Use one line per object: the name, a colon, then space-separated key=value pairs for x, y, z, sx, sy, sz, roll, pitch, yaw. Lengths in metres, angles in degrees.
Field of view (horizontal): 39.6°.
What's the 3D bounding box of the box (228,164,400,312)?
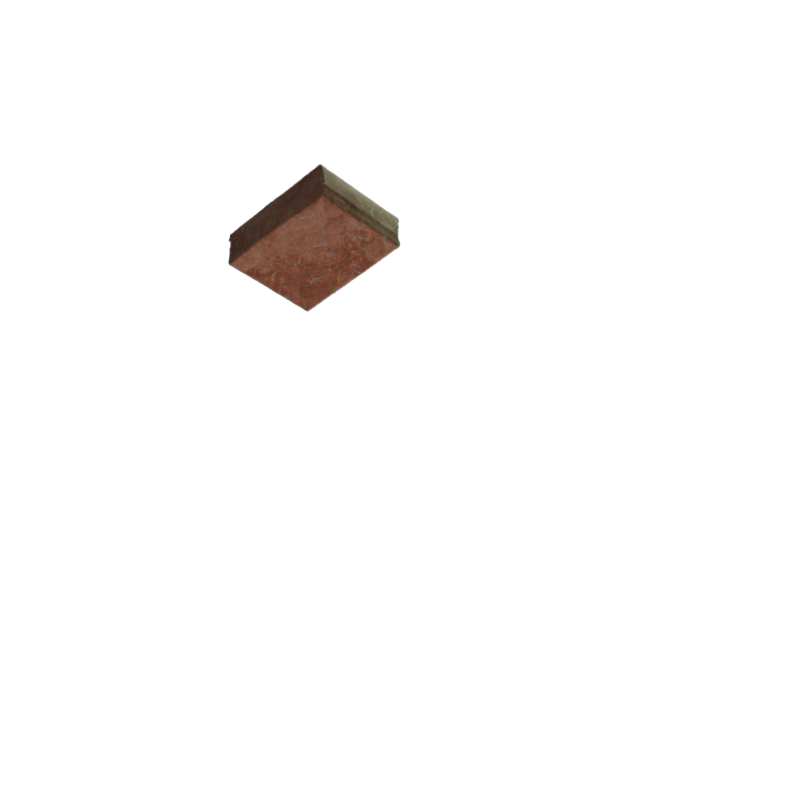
box: x=-0.070 y=-0.128 z=0.897 sx=0.113 sy=0.042 sz=0.084 roll=-31 pitch=-46 yaw=34
